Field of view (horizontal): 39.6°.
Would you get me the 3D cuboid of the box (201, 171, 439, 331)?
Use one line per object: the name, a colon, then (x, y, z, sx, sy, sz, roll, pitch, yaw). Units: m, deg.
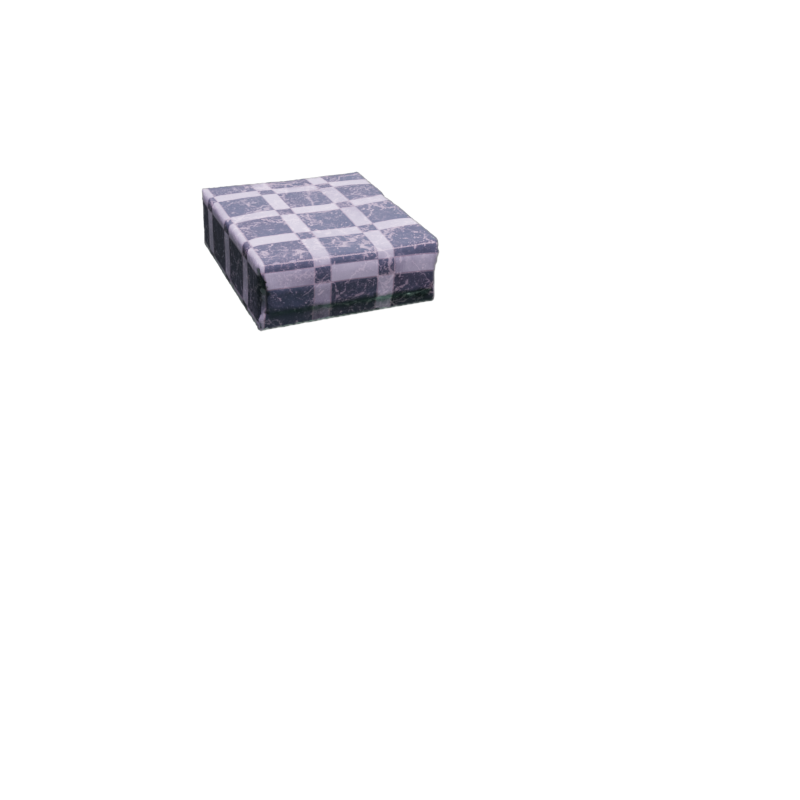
box: (-0.035, -0.065, 0.453, 0.072, 0.029, 0.096, -10, 30, -18)
